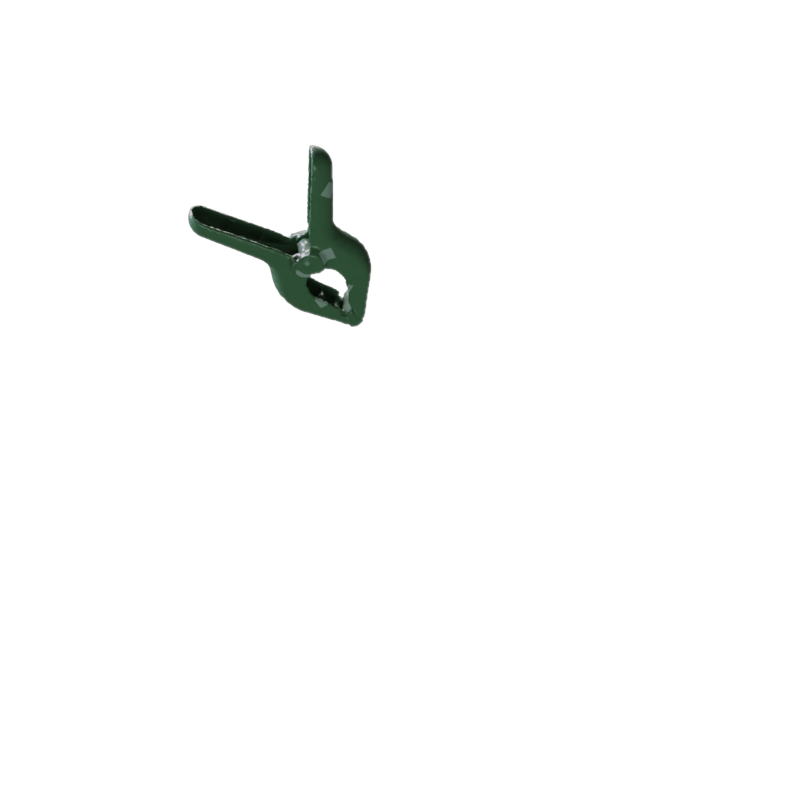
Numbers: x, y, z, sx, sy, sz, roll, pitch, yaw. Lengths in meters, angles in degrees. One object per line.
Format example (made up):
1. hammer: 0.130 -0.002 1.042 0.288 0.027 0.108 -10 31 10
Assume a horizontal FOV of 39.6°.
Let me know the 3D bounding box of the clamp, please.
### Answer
1. clamp: -0.068 -0.123 0.864 0.120 0.042 0.159 -27 -47 28
